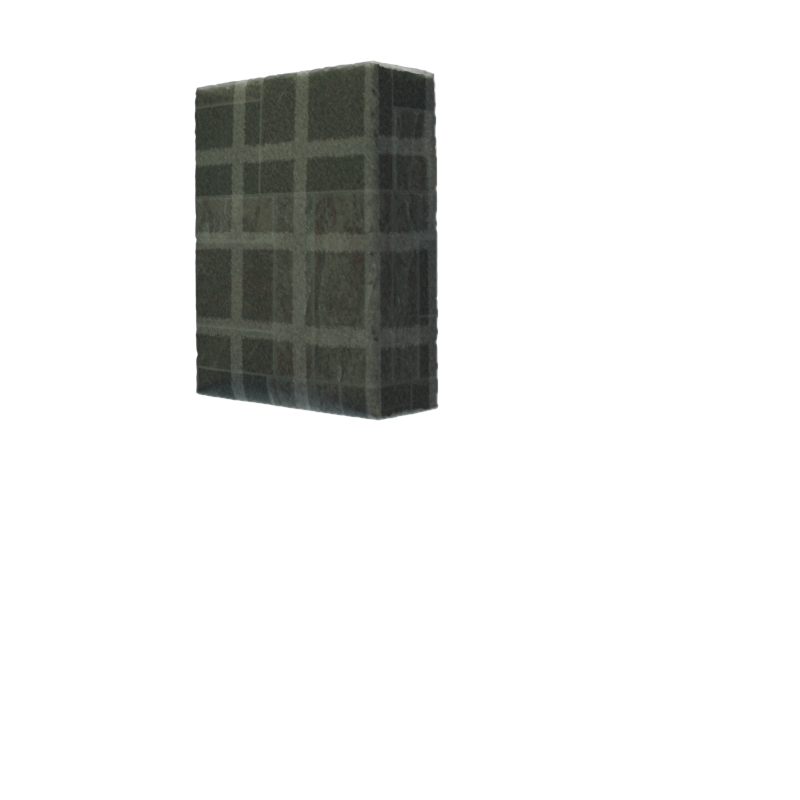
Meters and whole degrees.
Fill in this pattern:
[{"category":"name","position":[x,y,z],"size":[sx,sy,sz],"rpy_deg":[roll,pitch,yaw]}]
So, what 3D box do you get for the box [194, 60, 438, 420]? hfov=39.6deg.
[{"category":"box","position":[-0.057,-0.104,0.728],"size":[0.171,0.214,0.069],"rpy_deg":[2,2,41]}]
